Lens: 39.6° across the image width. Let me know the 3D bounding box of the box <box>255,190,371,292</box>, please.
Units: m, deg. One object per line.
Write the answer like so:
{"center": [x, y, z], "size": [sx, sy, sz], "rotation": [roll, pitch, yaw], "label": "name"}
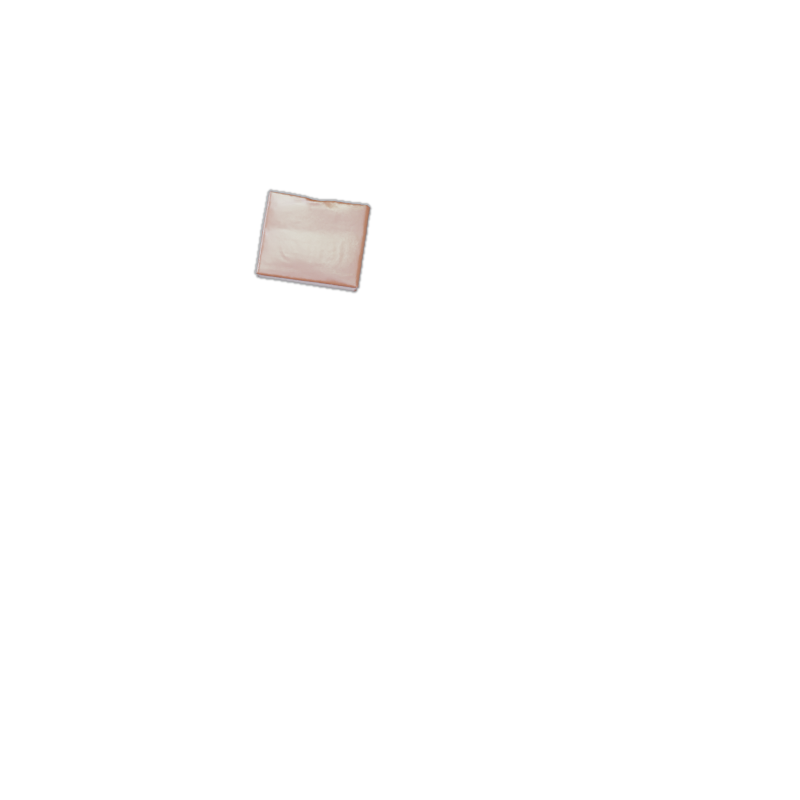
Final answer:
{"center": [-0.074, -0.135, 0.946], "size": [0.089, 0.075, 0.030], "rotation": [8, -8, 1], "label": "box"}
